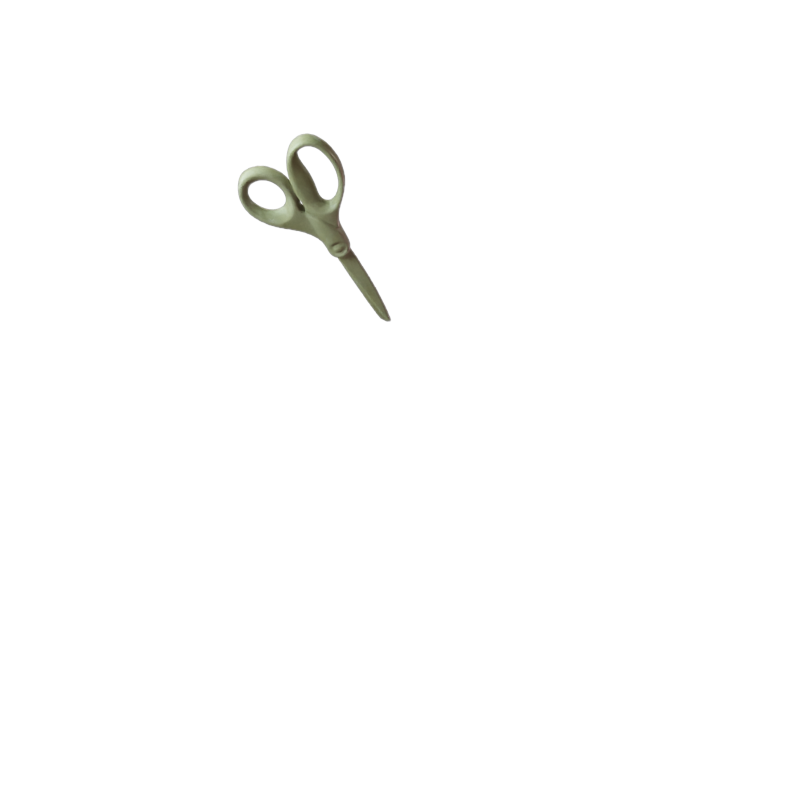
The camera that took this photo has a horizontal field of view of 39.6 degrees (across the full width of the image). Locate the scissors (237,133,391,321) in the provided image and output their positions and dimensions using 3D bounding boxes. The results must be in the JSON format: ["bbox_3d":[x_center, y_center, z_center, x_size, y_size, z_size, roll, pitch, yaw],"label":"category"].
[{"bbox_3d":[-0.072,-0.132,0.924,0.097,0.187,0.017,-8,39,7],"label":"scissors"}]
